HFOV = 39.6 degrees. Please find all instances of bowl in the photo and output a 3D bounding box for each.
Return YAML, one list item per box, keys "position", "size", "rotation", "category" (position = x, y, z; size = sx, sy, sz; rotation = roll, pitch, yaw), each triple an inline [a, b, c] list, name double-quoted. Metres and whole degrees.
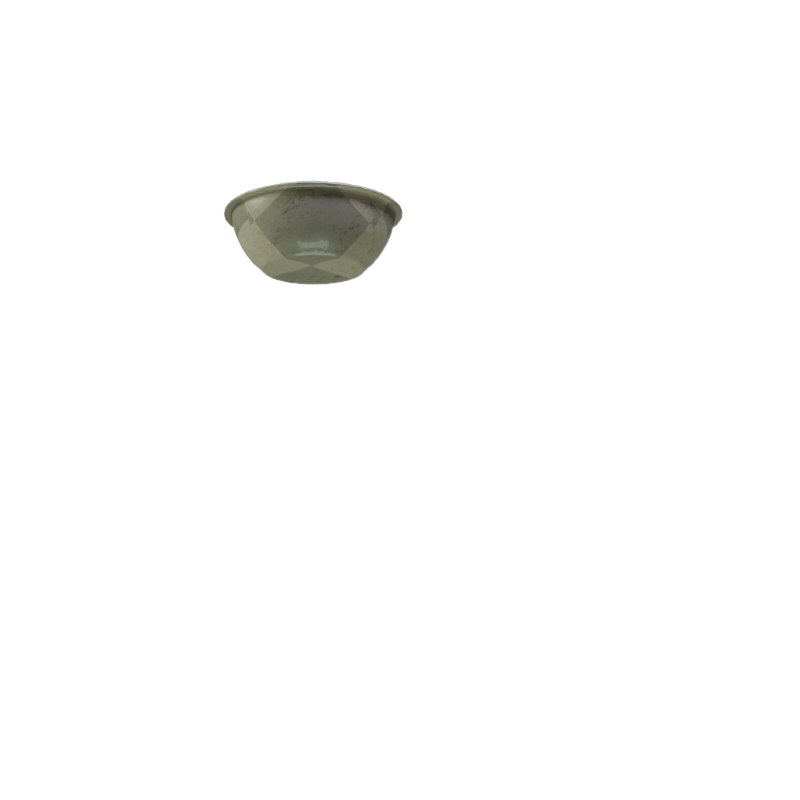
- position: [-0.078, -0.142, 0.996]
  size: [0.162, 0.057, 0.157]
  rotation: [0, -12, -2]
  category: "bowl"
